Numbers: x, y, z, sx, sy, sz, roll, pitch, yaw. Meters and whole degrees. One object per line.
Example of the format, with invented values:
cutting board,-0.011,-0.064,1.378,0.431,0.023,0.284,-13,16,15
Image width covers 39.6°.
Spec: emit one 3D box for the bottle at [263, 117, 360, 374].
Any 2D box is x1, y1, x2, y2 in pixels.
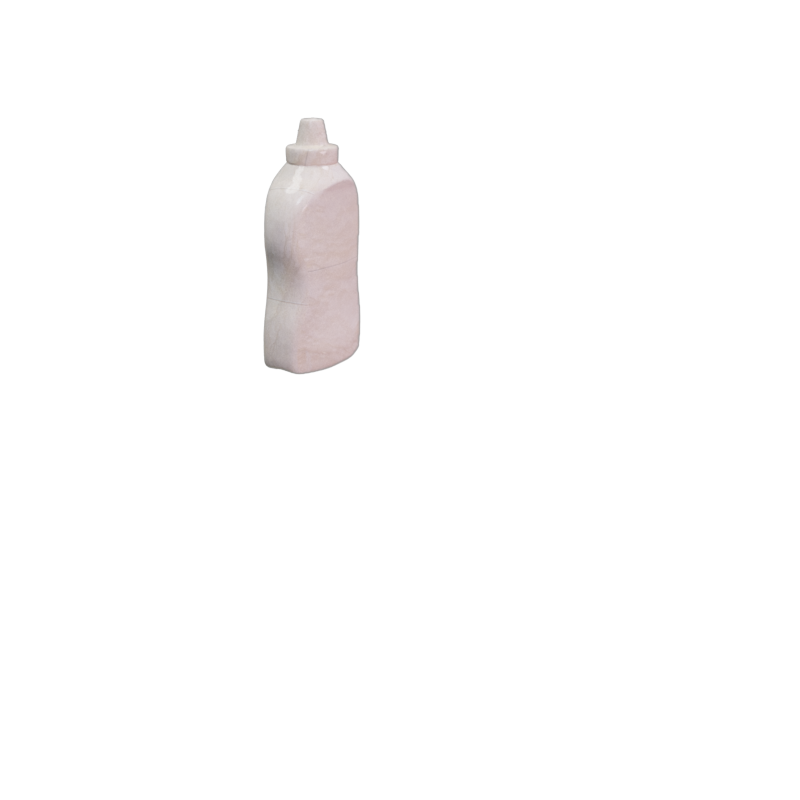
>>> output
bottle,-0.068,-0.124,0.865,0.061,0.186,0.095,10,17,32
